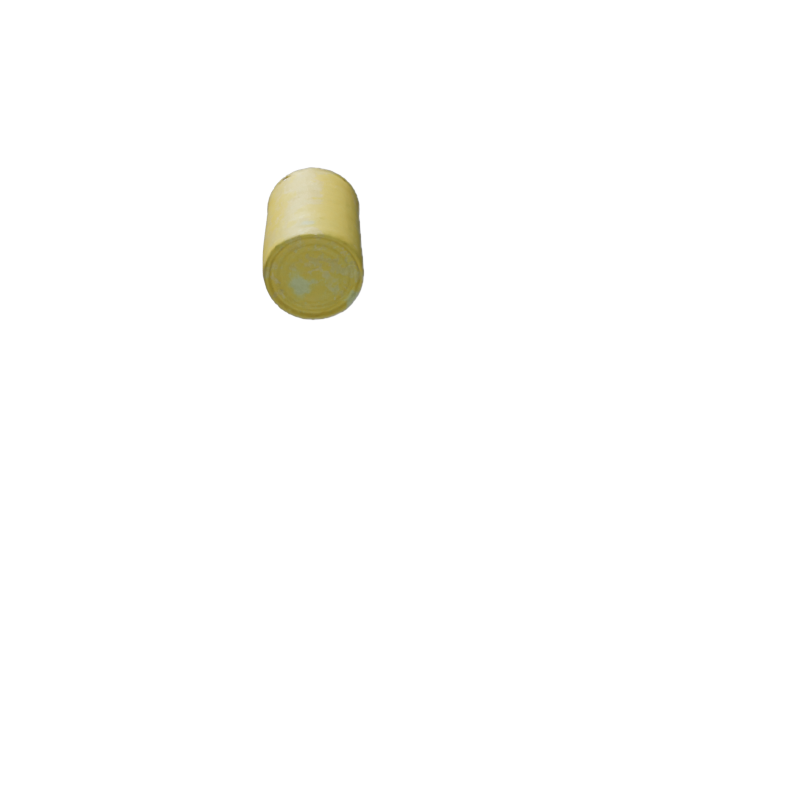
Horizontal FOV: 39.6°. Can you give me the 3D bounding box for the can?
[{"bbox_3d":[-0.060,-0.110,0.768,0.068,0.064,0.109,-1,33,-3],"label":"can"}]
